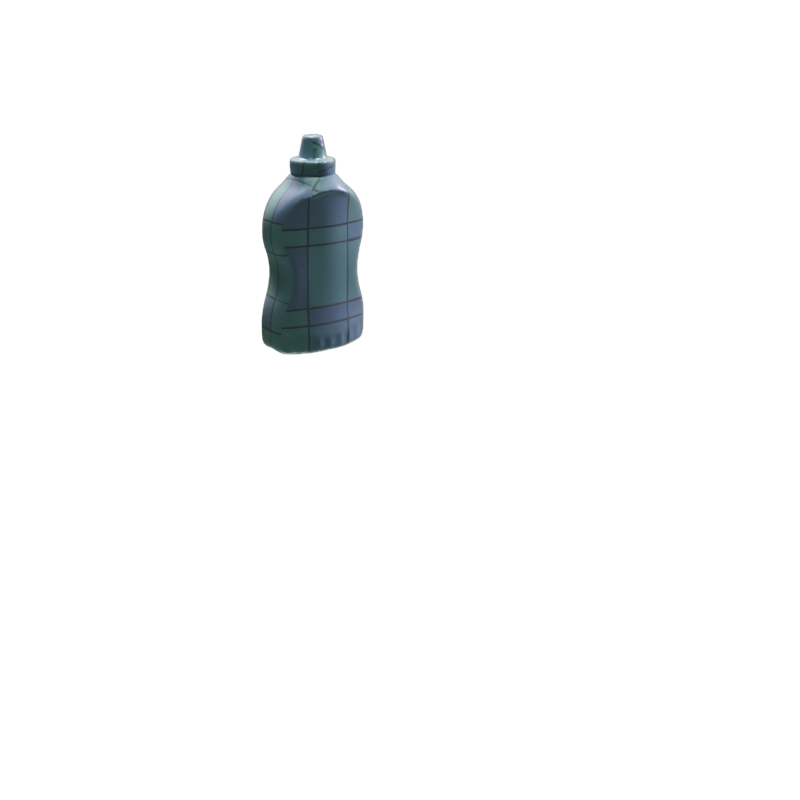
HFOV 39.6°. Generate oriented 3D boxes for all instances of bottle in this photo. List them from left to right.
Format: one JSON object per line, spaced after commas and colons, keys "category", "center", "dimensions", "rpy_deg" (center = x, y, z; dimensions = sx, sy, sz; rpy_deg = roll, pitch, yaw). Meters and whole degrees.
{"category": "bottle", "center": [-0.078, -0.142, 0.993], "dimensions": [0.094, 0.185, 0.062], "rpy_deg": [-9, 18, -33]}
